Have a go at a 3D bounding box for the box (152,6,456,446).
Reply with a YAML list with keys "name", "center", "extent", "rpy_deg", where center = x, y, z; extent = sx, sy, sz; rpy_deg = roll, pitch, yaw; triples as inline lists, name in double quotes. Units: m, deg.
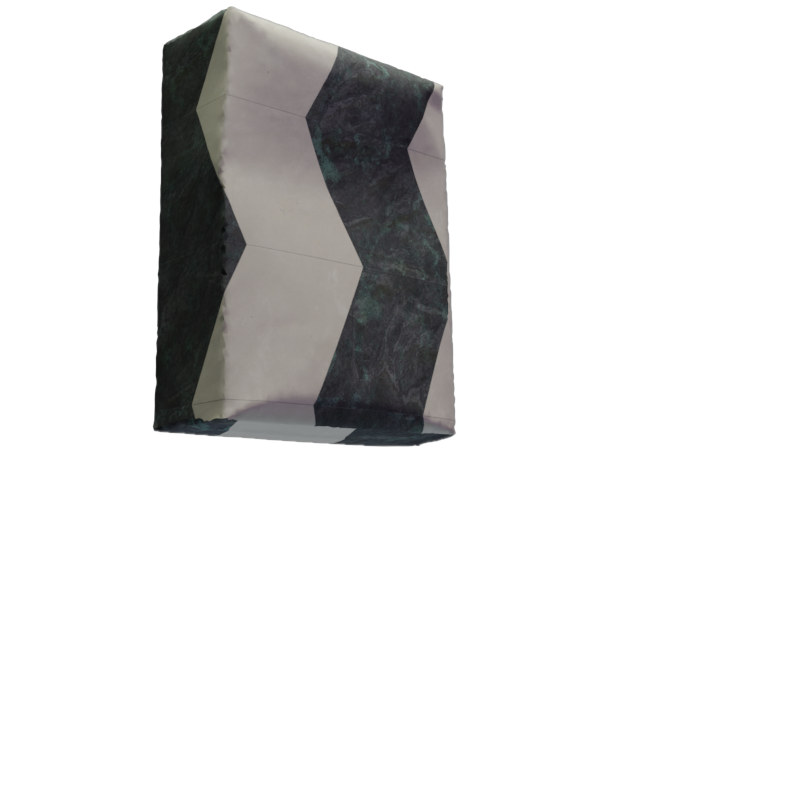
- name: "box"
  center: [-0.047, -0.087, 0.606]
  extent: [0.156, 0.221, 0.073]
  rpy_deg: [10, -18, -41]
